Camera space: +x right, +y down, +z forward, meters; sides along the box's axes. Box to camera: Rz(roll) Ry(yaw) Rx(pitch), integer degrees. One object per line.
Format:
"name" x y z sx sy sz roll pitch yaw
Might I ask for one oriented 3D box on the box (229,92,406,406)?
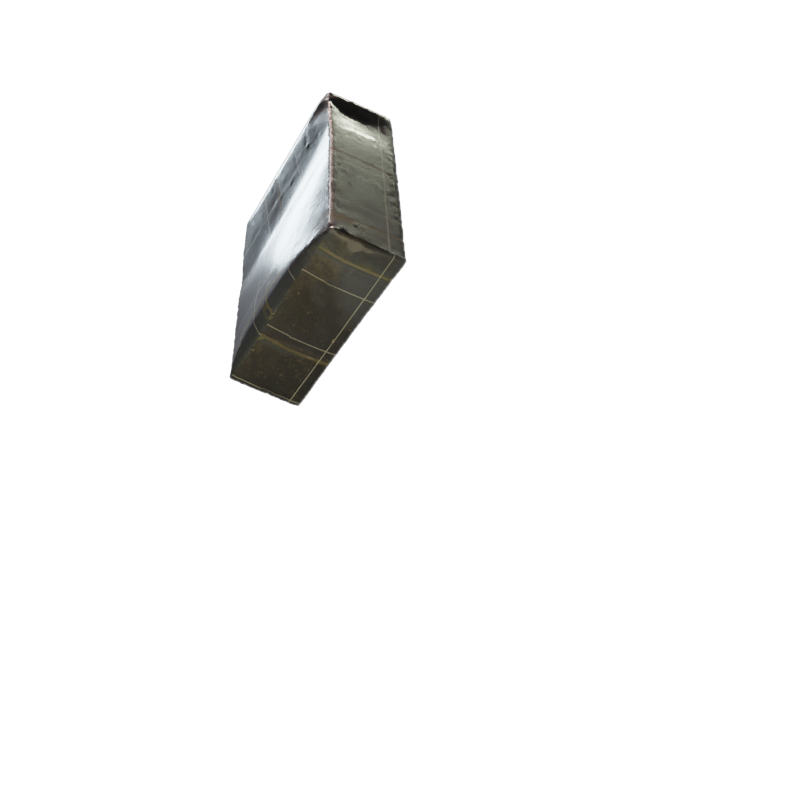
"box" -0.071 -0.129 0.906 0.069 0.159 0.229 24 34 -22
